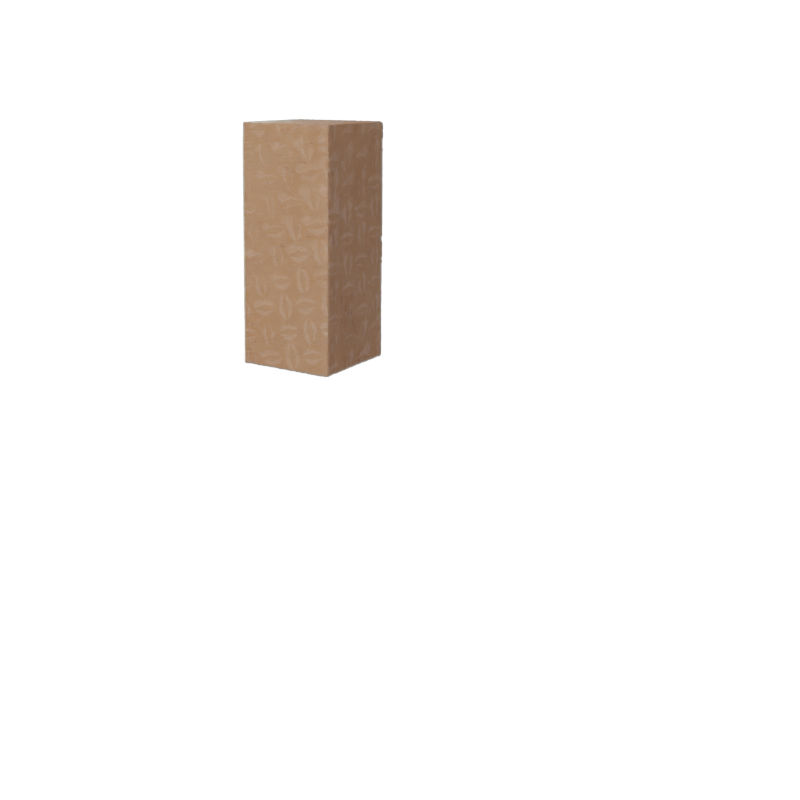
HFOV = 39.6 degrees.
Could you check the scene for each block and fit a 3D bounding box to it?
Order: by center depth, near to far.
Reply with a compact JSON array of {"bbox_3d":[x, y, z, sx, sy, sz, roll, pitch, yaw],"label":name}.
[{"bbox_3d":[-0.075,-0.136,0.952,0.094,0.202,0.089,7,12,31],"label":"block"}]
